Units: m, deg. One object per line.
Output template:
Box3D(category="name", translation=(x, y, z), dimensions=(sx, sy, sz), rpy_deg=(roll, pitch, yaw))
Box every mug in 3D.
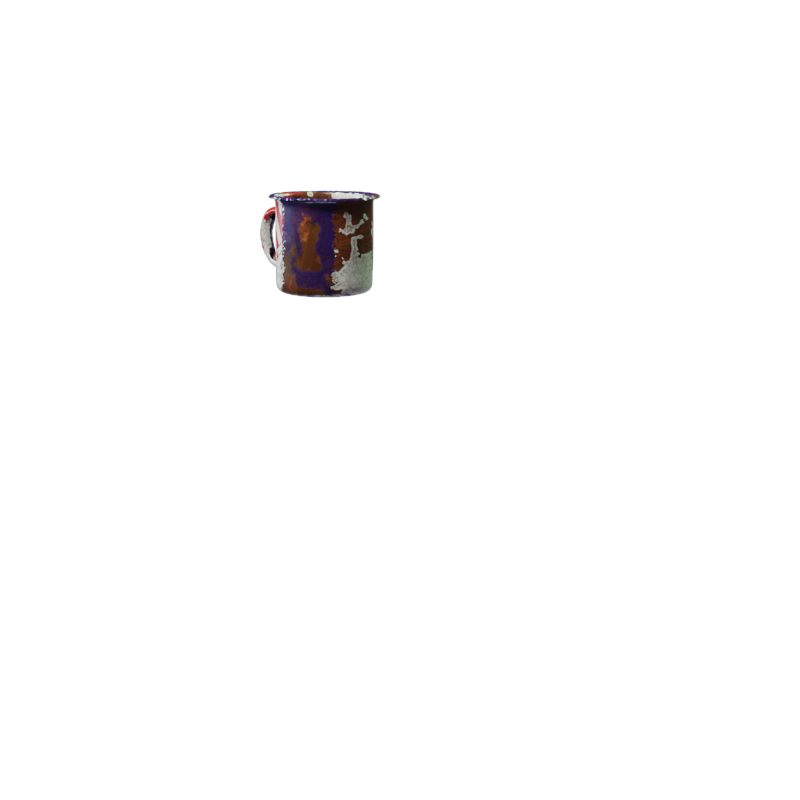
Box3D(category="mug", translation=(-0.073, -0.134, 0.936), dimensions=(0.123, 0.080, 0.091), rpy_deg=(9, 14, 36))
